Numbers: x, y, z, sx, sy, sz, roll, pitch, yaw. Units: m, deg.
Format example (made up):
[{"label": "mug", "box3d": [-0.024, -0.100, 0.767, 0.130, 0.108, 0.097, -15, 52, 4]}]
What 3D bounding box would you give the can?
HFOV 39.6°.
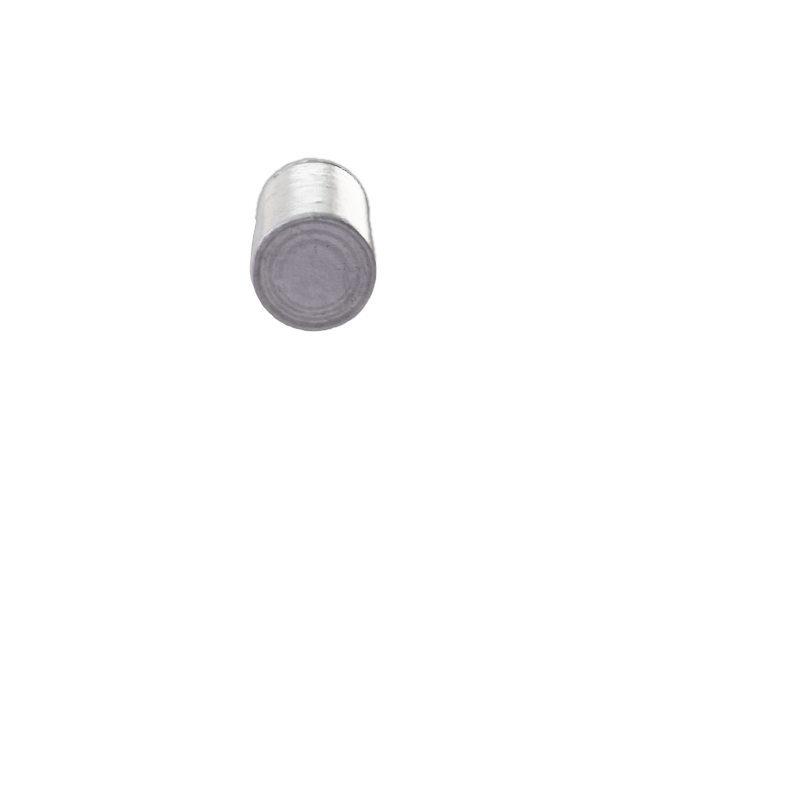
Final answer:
[{"label": "can", "box3d": [-0.049, -0.089, 0.626, 0.068, 0.065, 0.108, 0, 25, -3]}]
